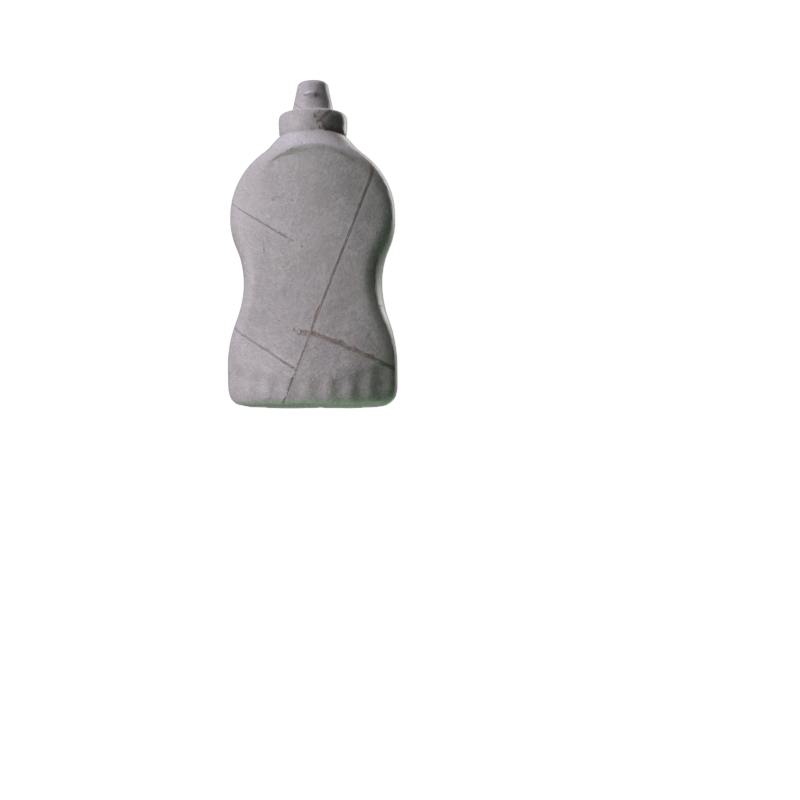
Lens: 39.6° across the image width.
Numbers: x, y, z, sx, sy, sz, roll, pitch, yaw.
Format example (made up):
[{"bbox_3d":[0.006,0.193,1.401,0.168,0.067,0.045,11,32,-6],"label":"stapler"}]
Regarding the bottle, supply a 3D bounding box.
[{"bbox_3d":[-0.051,-0.093,0.648,0.097,0.196,0.056,-2,-9,6],"label":"bottle"}]
